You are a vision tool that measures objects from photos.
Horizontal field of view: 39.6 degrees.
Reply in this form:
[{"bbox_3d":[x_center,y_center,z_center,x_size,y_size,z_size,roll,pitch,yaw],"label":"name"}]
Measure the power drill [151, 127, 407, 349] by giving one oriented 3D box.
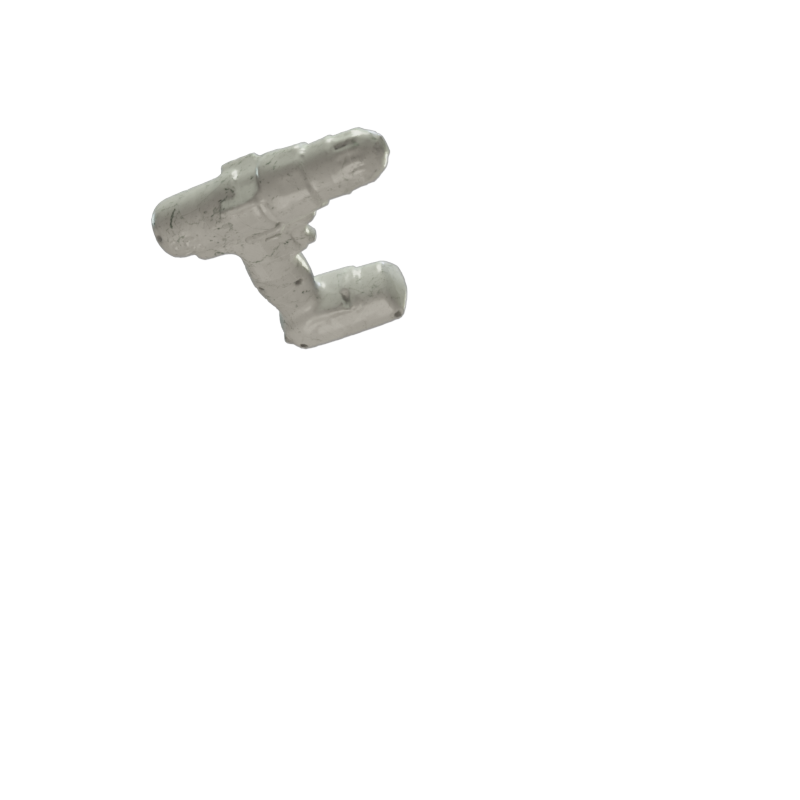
[{"bbox_3d":[-0.065,-0.119,0.833,0.186,0.061,0.173,-15,-37,21],"label":"power drill"}]
